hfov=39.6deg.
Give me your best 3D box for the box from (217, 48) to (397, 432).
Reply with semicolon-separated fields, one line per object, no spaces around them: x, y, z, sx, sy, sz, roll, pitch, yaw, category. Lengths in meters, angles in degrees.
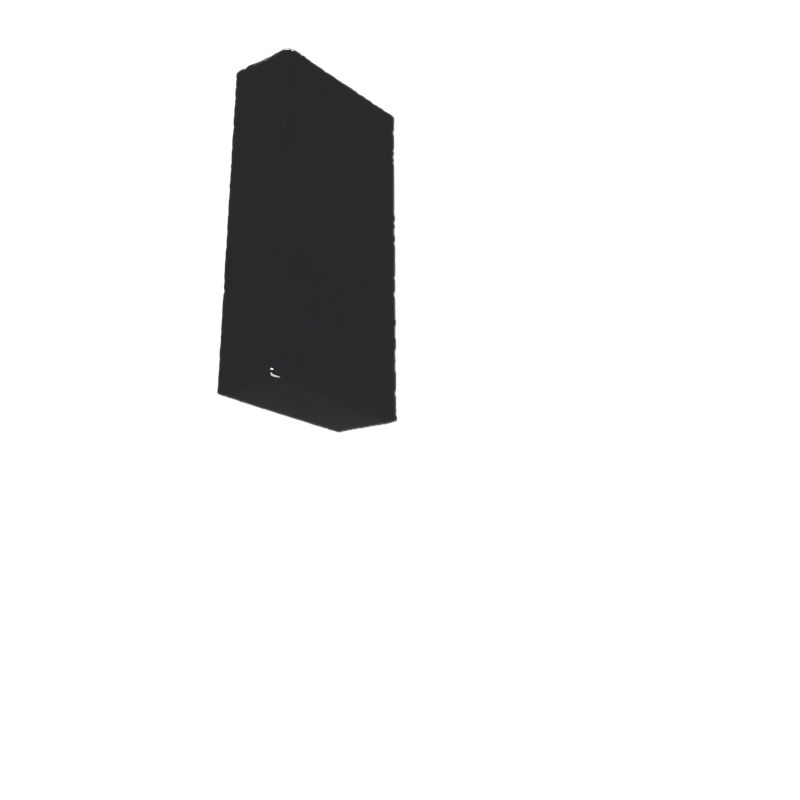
-0.045;-0.081;0.568;0.049;0.186;0.087;-20;-29;34;box
